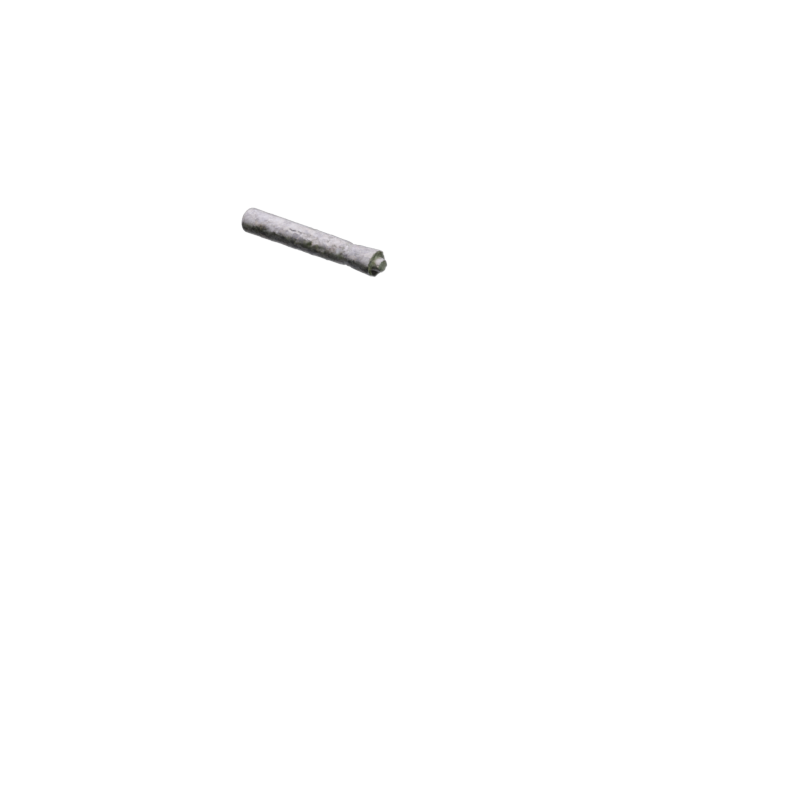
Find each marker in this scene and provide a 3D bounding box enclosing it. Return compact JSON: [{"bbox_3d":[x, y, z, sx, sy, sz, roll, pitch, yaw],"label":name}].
[{"bbox_3d":[-0.060,-0.110,0.771,0.128,0.019,0.019,23,16,33],"label":"marker"}]
